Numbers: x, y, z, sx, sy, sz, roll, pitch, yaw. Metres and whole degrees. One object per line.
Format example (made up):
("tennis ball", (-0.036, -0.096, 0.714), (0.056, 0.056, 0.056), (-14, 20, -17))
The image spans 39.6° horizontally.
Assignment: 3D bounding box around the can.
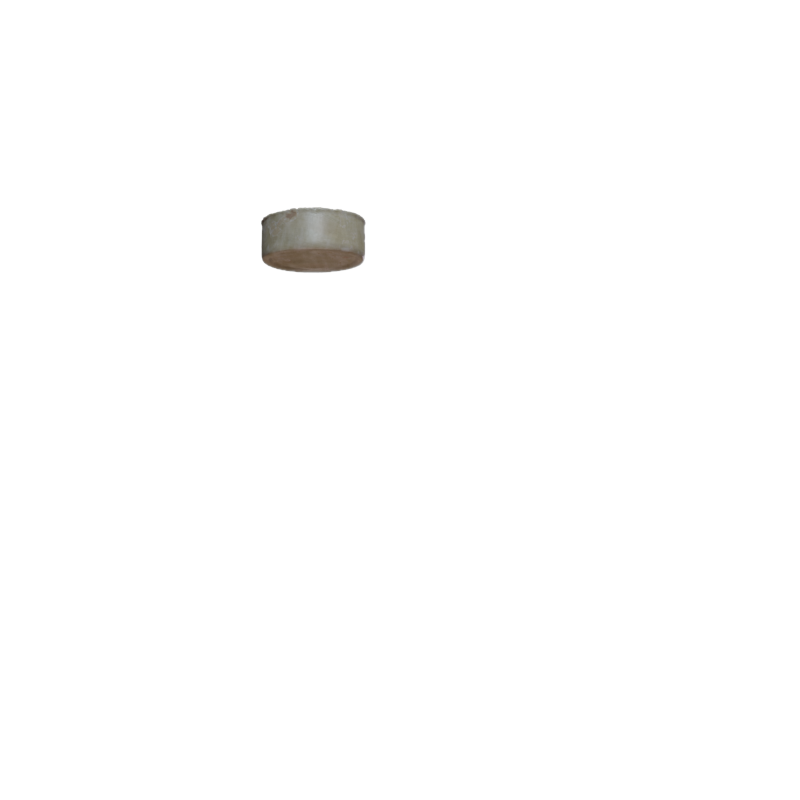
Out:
("can", (-0.071, -0.129, 0.904), (0.086, 0.035, 0.084), (0, -8, -2))
